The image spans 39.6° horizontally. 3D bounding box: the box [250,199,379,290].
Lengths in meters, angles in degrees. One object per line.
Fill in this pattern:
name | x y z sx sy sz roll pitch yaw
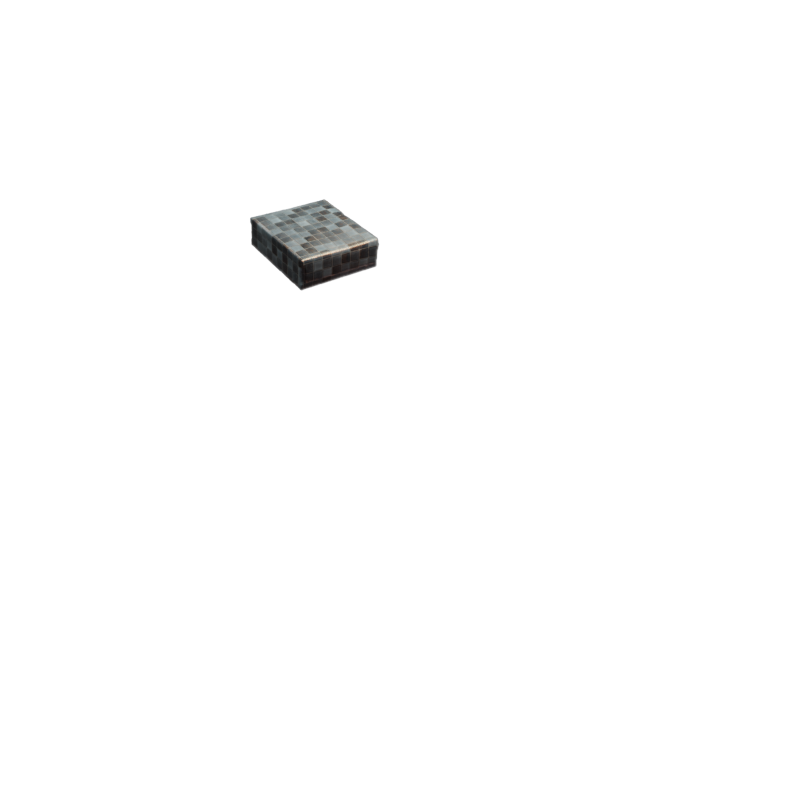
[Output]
box | -0.071 -0.130 0.913 0.072 0.028 0.096 -19 38 -26
